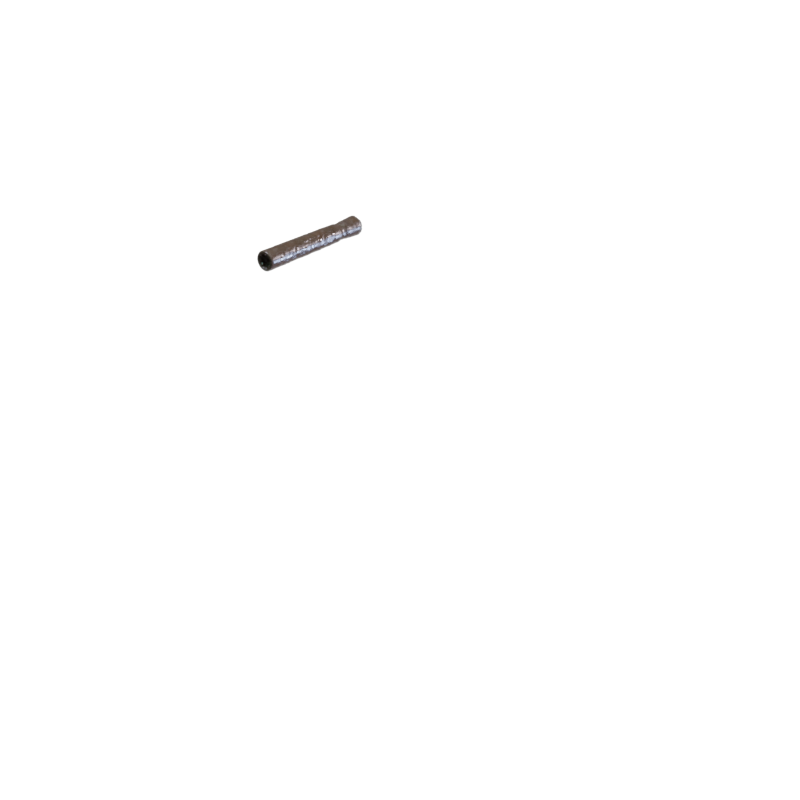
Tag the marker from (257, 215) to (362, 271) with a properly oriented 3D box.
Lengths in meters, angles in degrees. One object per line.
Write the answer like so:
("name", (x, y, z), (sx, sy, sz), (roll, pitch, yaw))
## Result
("marker", (-0.078, -0.143, 0.999), (0.021, 0.019, 0.120), (4, 25, 44))
